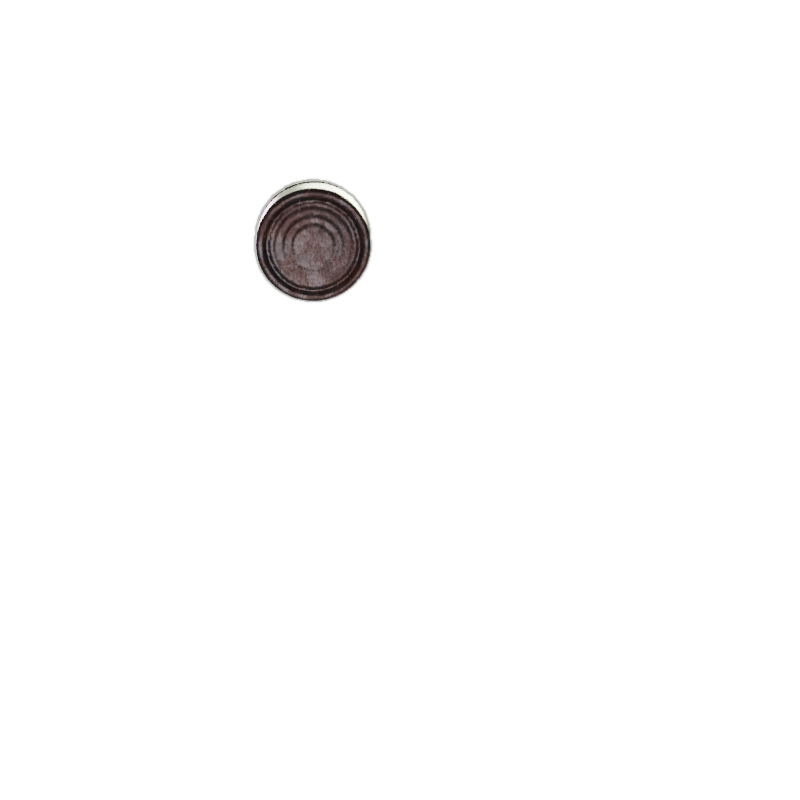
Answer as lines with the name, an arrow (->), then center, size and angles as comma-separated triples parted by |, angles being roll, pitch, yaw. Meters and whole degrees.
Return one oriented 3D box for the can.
can -> -0.064, -0.116, 0.815 | 0.086, 0.083, 0.035 | 0, 14, -1
